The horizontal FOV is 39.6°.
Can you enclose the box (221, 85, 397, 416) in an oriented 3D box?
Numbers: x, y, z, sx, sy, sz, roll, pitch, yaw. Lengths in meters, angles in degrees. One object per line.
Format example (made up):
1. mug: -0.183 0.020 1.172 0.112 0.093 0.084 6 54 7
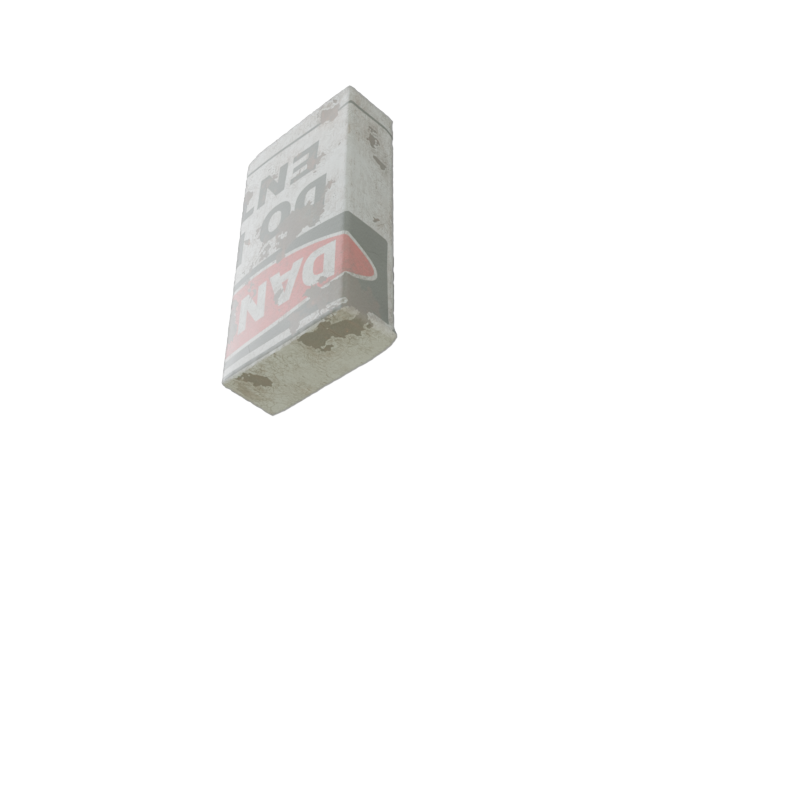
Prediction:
1. box: -0.049 -0.089 0.621 0.093 0.189 0.045 -31 -47 30
